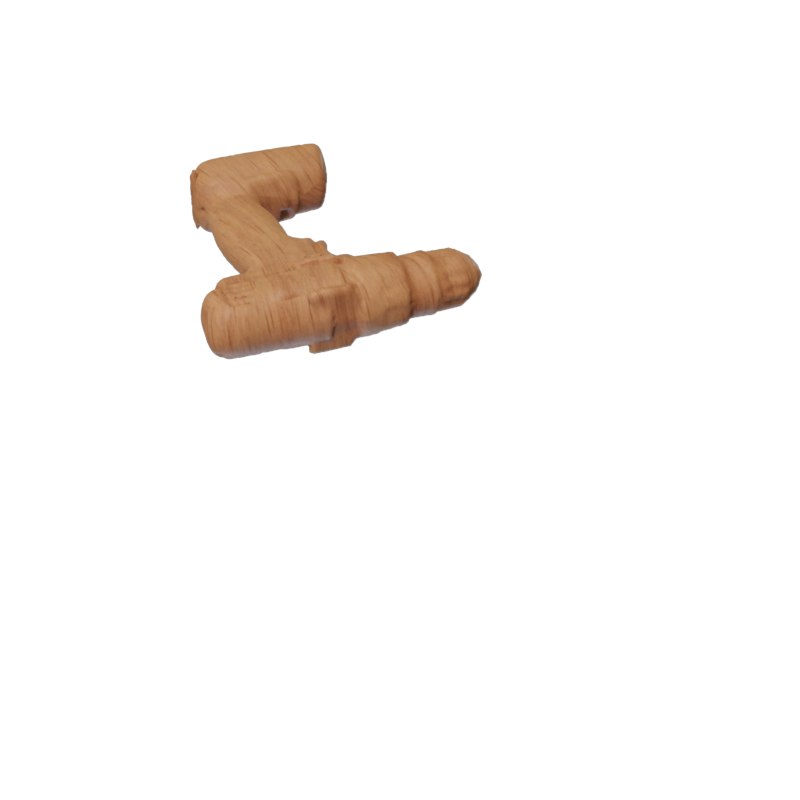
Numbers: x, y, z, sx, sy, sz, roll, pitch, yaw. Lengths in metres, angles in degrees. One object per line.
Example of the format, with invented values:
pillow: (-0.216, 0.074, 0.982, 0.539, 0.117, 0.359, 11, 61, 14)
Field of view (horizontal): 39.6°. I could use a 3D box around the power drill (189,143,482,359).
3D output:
power drill: (-0.060, -0.109, 0.762, 0.182, 0.054, 0.203, -12, 39, -15)
